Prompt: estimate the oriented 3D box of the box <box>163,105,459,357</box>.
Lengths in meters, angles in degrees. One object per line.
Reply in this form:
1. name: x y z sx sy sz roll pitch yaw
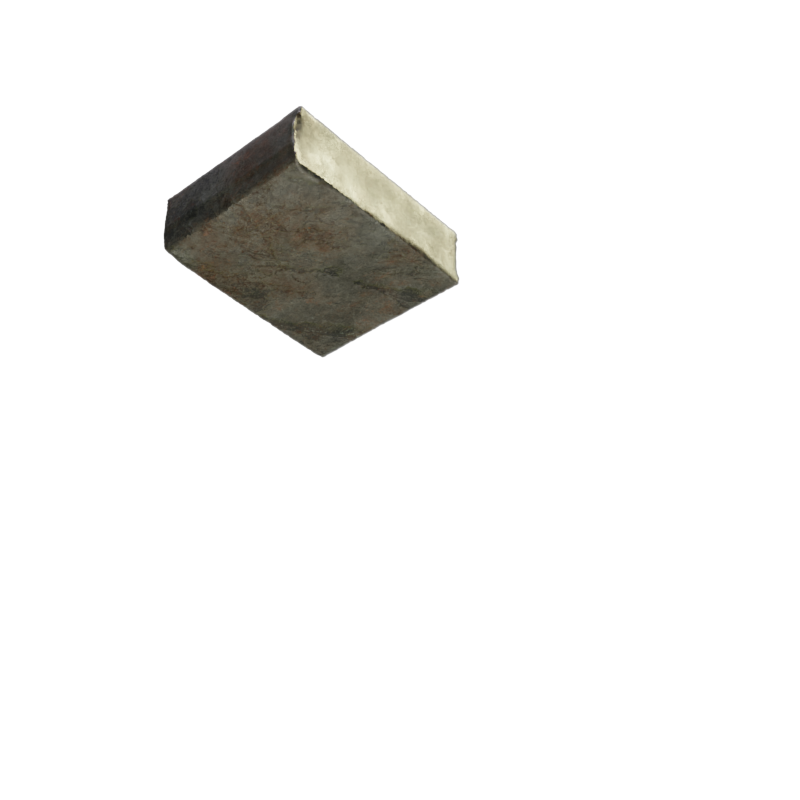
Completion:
1. box: -0.041 -0.074 0.522 0.090 0.042 0.106 -29 -46 32
